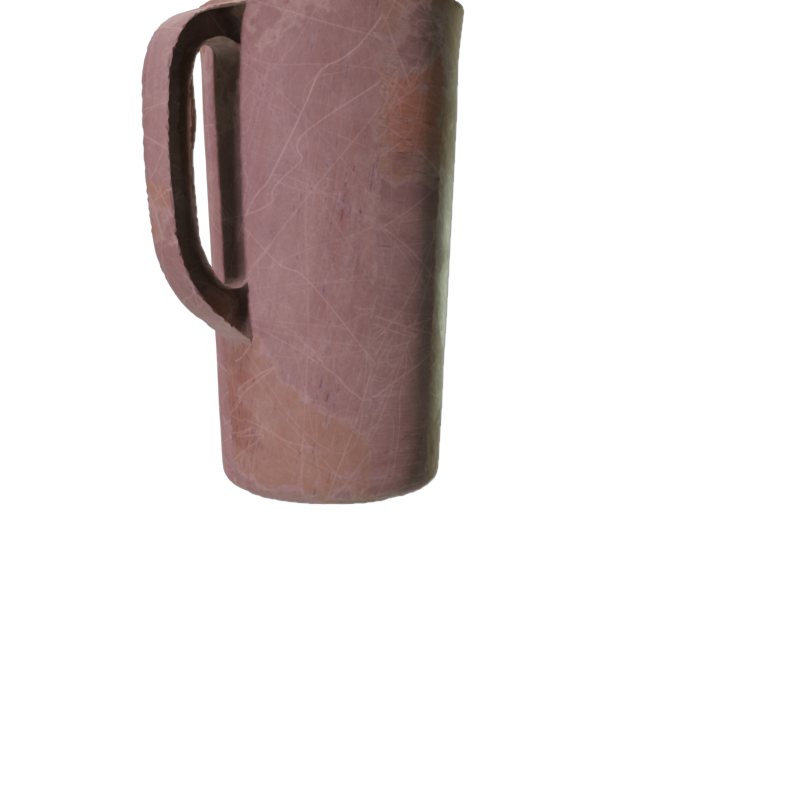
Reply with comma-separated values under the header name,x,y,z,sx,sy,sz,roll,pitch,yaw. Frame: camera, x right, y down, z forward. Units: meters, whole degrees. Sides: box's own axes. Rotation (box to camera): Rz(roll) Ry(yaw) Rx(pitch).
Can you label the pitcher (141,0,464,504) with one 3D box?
name,x,y,z,sx,sy,sz,roll,pitch,yaw
pitcher,-0.043,-0.078,0.547,0.149,0.243,0.145,0,2,-1
